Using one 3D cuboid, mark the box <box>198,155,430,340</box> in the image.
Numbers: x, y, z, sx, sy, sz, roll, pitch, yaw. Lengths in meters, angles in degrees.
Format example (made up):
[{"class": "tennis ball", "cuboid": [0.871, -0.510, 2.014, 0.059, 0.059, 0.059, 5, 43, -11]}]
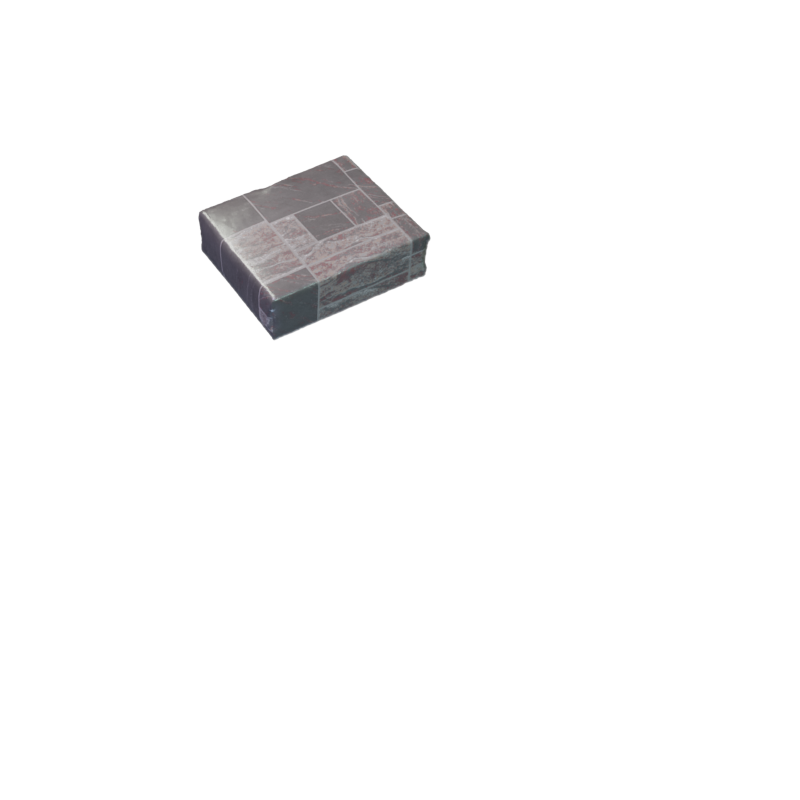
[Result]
[{"class": "box", "cuboid": [-0.042, -0.077, 0.537, 0.089, 0.028, 0.079, -25, 52, -22]}]
